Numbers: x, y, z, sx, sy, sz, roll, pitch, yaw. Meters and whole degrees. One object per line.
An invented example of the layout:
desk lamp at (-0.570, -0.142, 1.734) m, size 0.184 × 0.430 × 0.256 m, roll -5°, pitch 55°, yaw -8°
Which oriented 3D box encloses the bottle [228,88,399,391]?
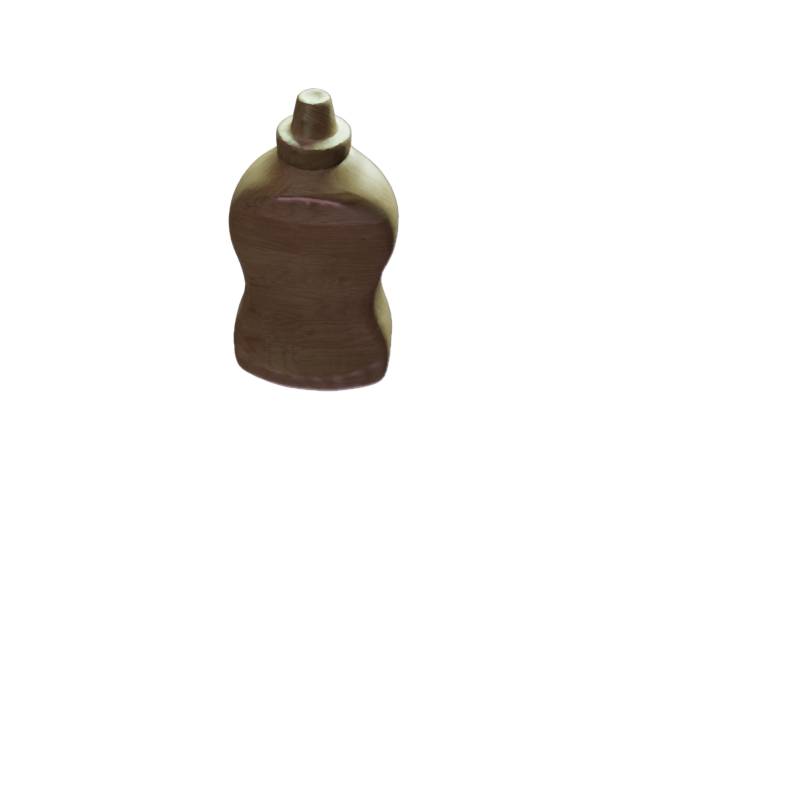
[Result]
bottle at (-0.050, -0.092, 0.639) m, size 0.097 × 0.179 × 0.062 m, roll 8°, pitch 41°, yaw 5°
